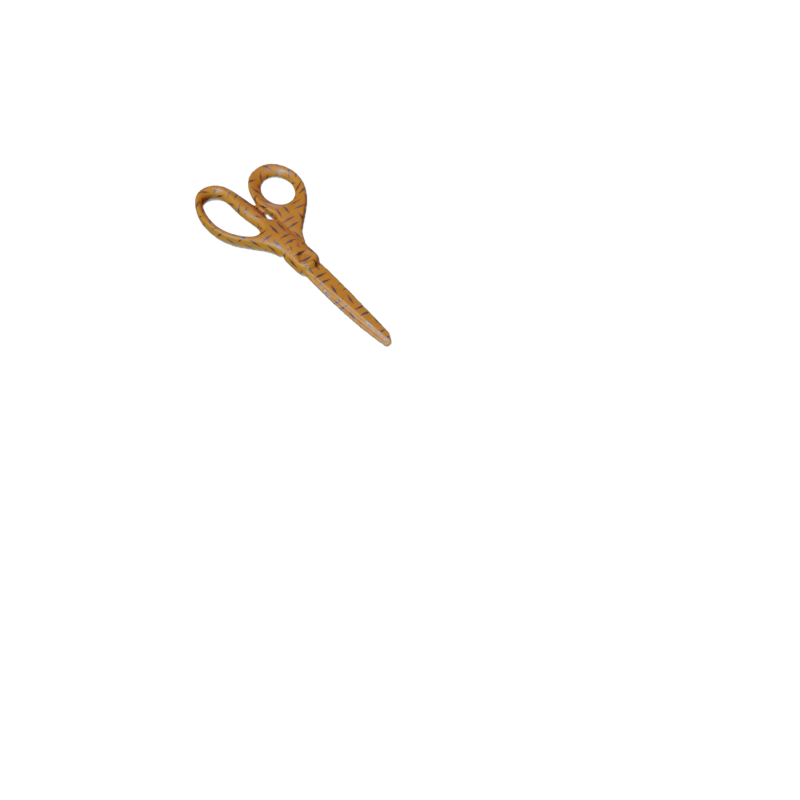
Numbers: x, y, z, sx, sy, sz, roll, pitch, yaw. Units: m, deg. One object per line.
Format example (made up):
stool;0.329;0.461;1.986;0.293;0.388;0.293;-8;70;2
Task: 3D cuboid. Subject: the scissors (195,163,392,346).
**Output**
scissors;-0.066;-0.121;0.848;0.211;0.098;0.015;30;-31;21
